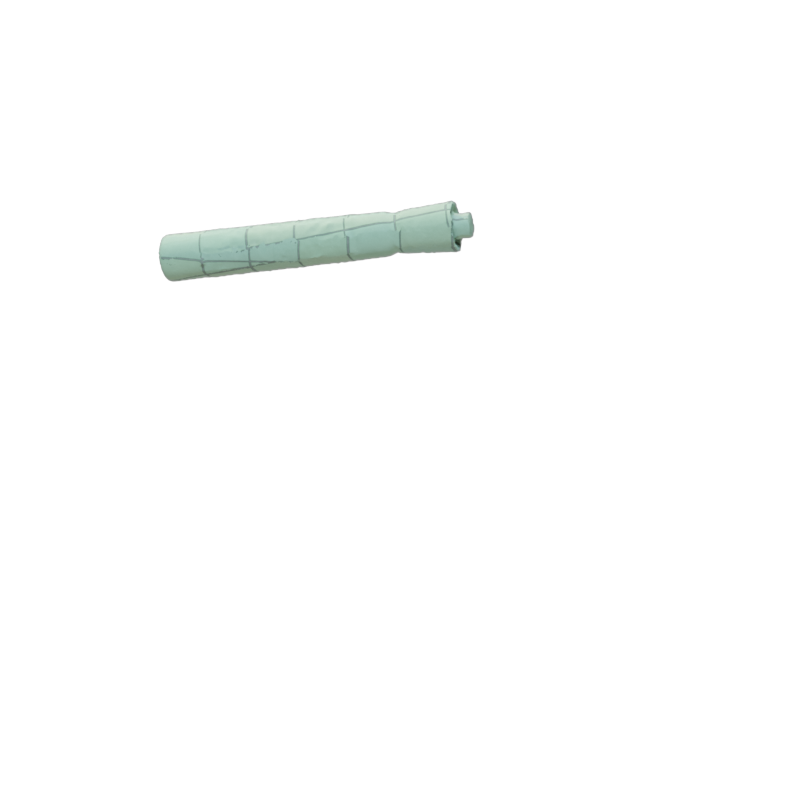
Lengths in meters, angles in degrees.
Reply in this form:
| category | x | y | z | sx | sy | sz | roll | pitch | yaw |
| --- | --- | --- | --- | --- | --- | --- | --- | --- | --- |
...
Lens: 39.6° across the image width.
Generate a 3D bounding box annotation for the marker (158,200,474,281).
| category | x | y | z | sx | sy | sz | roll | pitch | yaw |
| --- | --- | --- | --- | --- | --- | --- | --- | --- | --- |
| marker | -0.033 | -0.060 | 0.418 | 0.123 | 0.020 | 0.019 | -4 | 3 | 18 |
